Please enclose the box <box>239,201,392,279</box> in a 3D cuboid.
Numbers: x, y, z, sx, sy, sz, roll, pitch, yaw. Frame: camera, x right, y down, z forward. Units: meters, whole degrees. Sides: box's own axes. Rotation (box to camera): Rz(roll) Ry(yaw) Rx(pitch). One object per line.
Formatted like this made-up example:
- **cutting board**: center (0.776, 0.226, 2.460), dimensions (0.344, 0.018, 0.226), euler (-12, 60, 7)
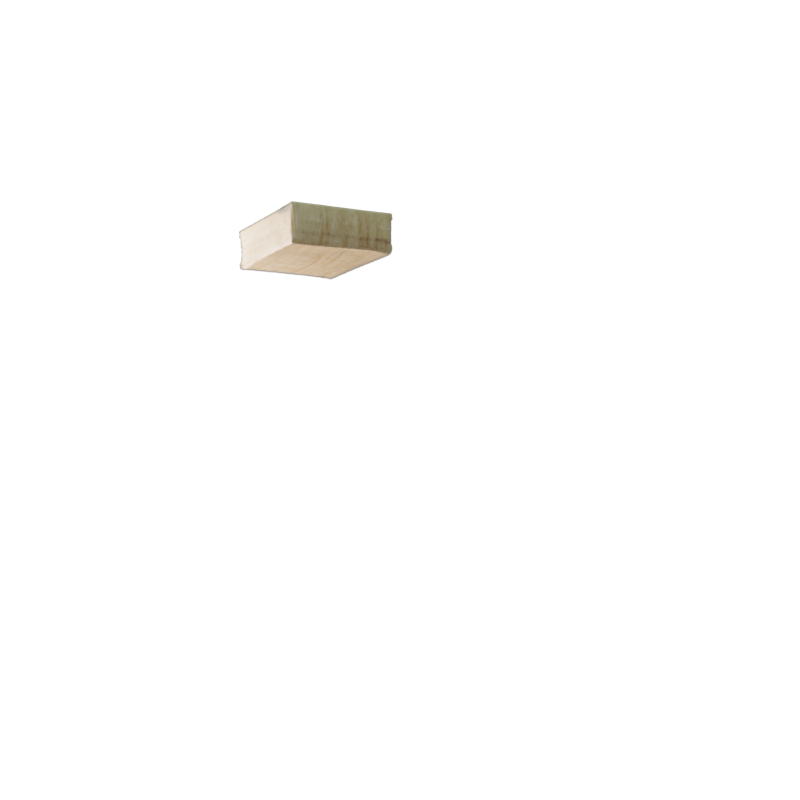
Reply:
- **box**: center (-0.071, -0.130, 0.911), dimensions (0.087, 0.040, 0.114), euler (5, -9, -28)
